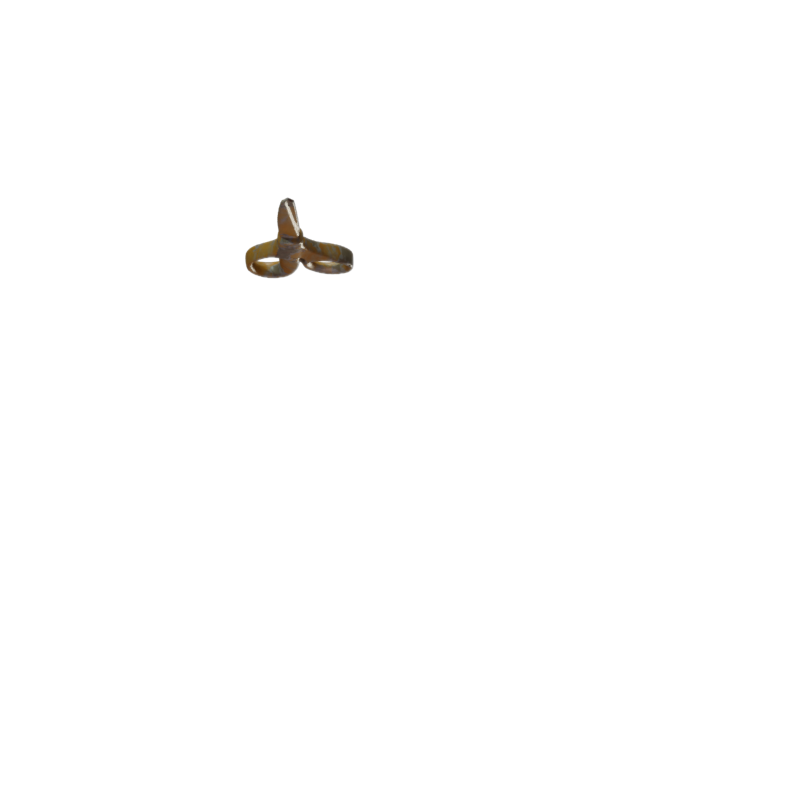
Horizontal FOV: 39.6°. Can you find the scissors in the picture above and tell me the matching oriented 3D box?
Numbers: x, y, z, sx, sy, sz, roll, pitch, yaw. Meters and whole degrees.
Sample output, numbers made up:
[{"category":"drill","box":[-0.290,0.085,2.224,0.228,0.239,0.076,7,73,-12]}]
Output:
[{"category":"scissors","box":[-0.065,-0.119,0.836,0.094,0.016,0.201,2,-7,-18]}]
